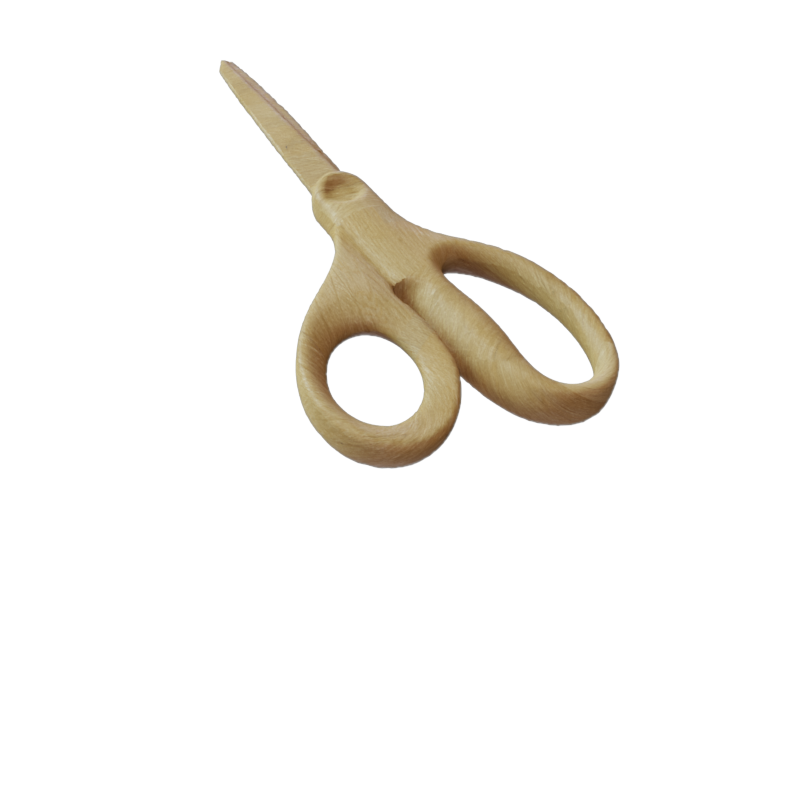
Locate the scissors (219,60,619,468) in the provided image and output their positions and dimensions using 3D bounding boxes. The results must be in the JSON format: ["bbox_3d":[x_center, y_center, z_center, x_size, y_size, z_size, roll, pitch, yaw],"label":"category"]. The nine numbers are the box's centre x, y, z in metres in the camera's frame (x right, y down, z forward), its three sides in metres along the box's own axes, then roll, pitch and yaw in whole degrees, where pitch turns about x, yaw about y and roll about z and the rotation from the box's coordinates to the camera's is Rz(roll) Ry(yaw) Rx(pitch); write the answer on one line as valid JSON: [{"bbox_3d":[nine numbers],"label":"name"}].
[{"bbox_3d":[-0.027,-0.049,0.346,0.096,0.015,0.216,-33,54,-29],"label":"scissors"}]
